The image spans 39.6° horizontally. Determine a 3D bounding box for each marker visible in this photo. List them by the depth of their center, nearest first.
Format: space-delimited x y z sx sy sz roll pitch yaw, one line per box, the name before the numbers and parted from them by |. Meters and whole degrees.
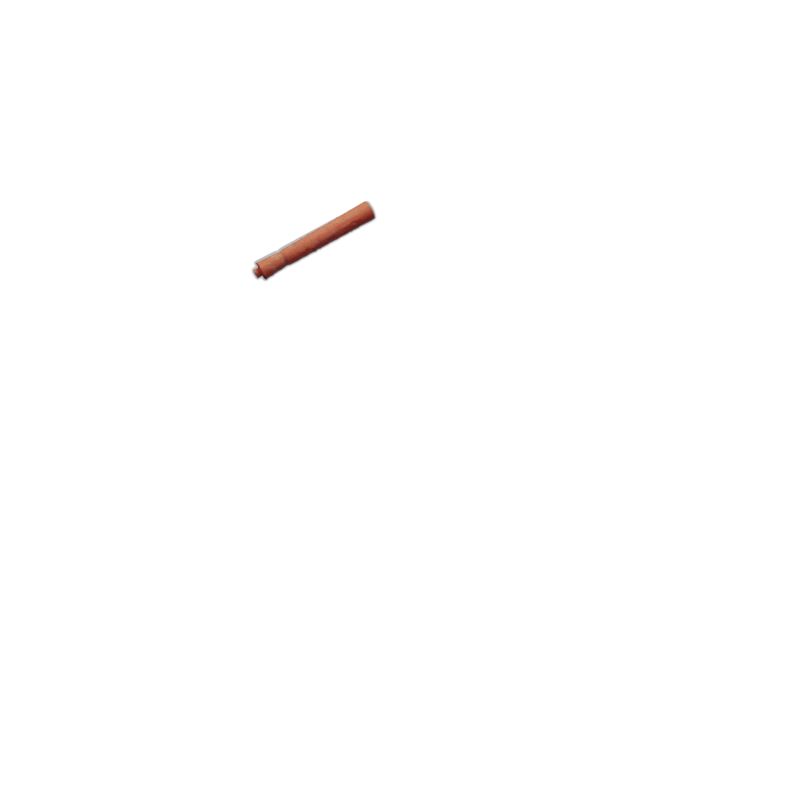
marker | -0.078 -0.142 0.995 0.121 0.019 0.020 -31 11 -10
